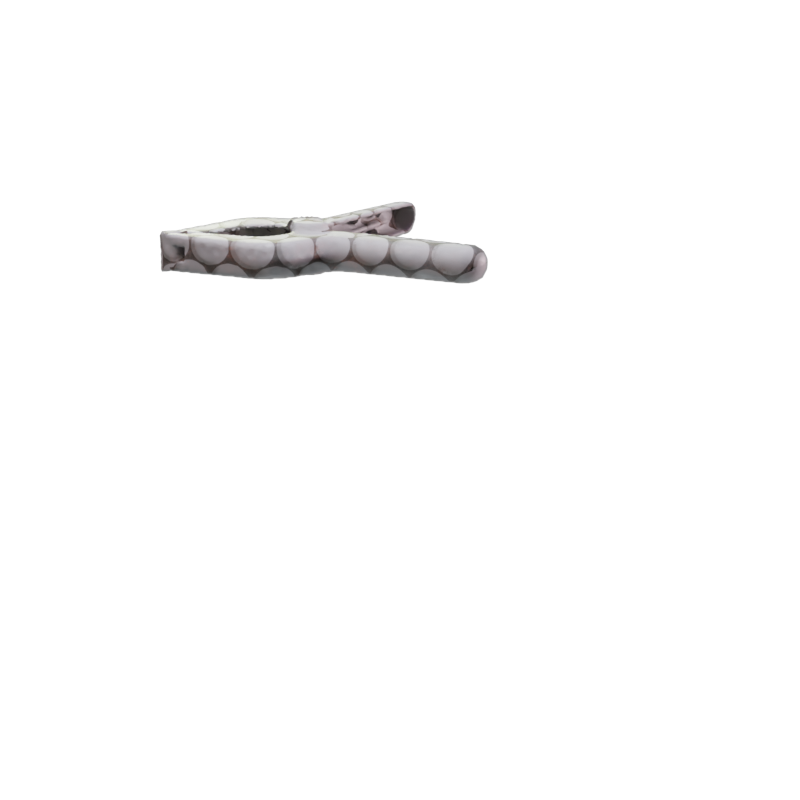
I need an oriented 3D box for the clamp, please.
[{"bbox_3d":[-0.061,-0.110,0.773,0.208,0.035,0.172,-2,20,-7],"label":"clamp"}]
